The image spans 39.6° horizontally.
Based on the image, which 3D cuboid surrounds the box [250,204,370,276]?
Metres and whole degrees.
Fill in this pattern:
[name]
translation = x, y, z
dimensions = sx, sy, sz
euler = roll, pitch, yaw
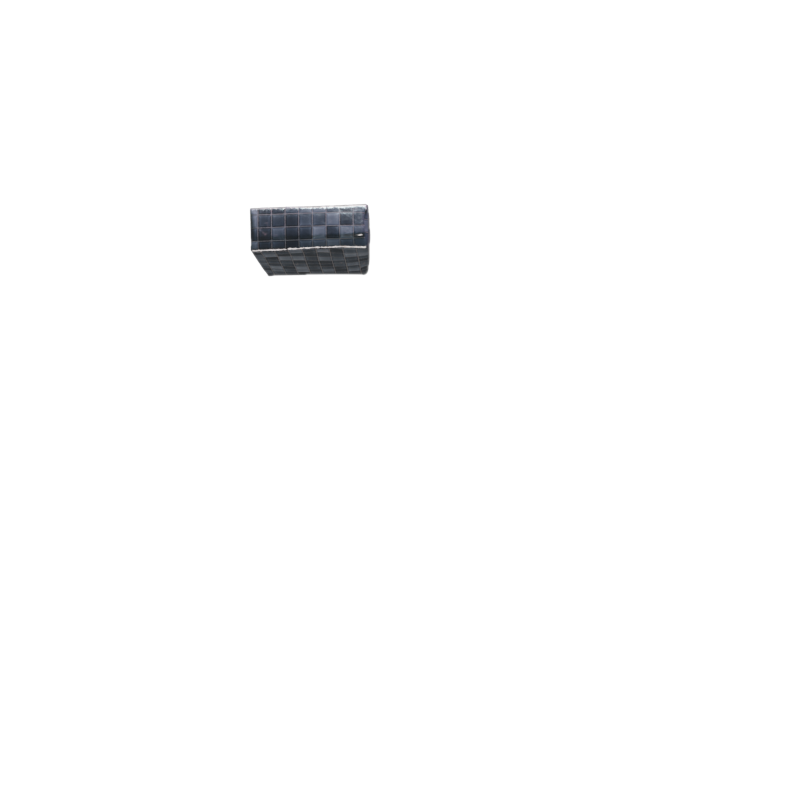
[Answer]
[box]
translation = -0.069, -0.126, 0.882
dimensions = 0.090, 0.040, 0.110
euler = 0, -6, 1
